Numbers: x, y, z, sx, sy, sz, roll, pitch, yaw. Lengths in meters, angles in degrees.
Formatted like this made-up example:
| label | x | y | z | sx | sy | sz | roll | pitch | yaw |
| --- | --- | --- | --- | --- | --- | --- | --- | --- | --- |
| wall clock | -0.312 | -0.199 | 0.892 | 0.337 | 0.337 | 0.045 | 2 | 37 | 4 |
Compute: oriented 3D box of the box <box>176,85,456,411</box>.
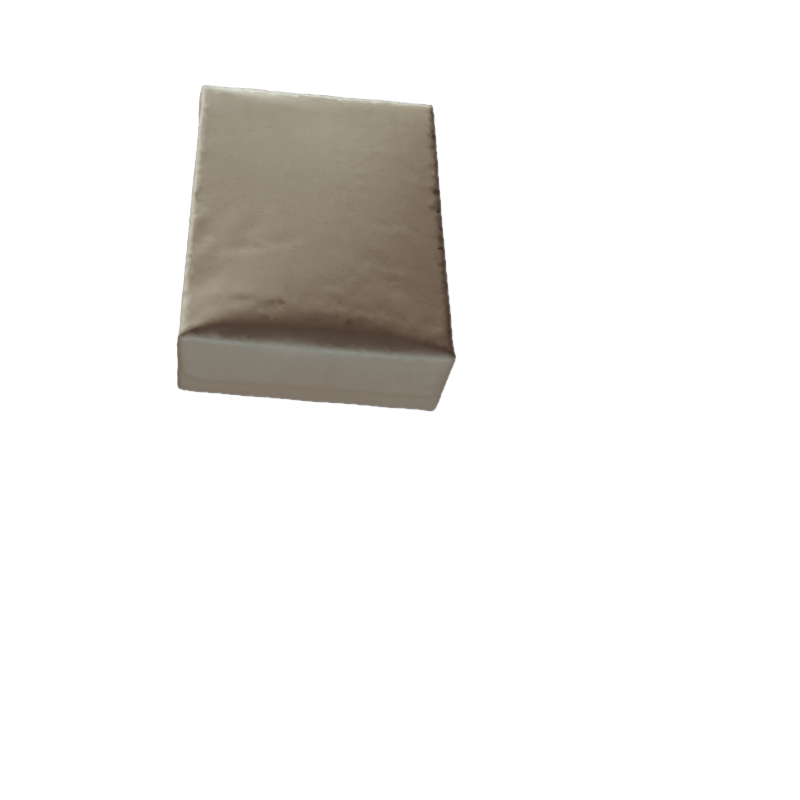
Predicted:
| label | x | y | z | sx | sy | sz | roll | pitch | yaw |
| --- | --- | --- | --- | --- | --- | --- | --- | --- | --- |
| box | -0.057 | -0.104 | 0.725 | 0.162 | 0.229 | 0.068 | 3 | -37 | -7 |
